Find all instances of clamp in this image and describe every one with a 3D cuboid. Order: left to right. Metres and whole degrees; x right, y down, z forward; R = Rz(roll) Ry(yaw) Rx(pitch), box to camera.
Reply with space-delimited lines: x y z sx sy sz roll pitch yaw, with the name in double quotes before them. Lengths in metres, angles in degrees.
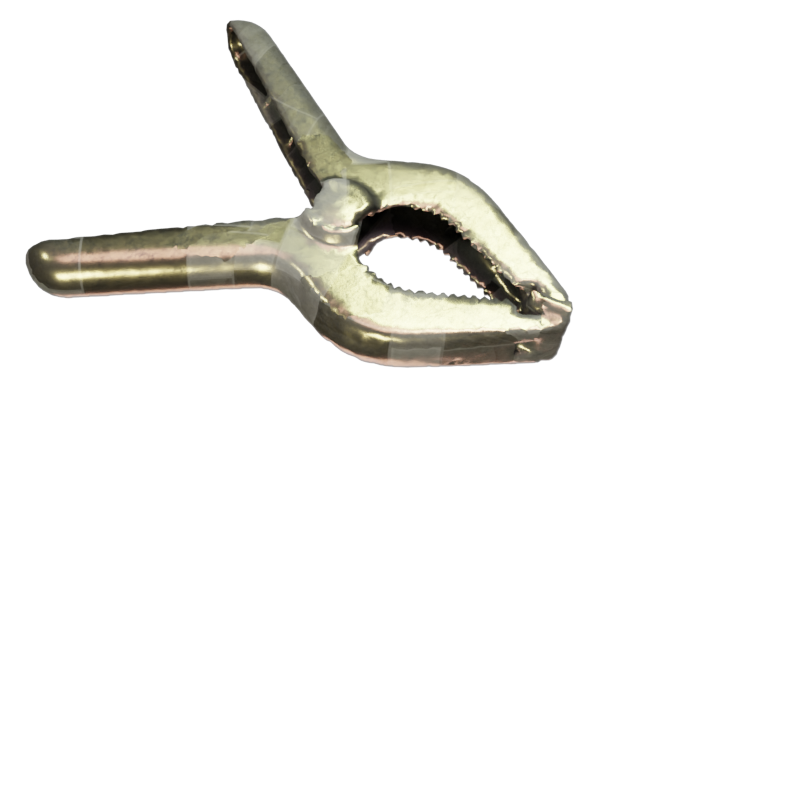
"clamp" -0.036 -0.065 0.455 0.219 0.168 0.034 31 -27 18
